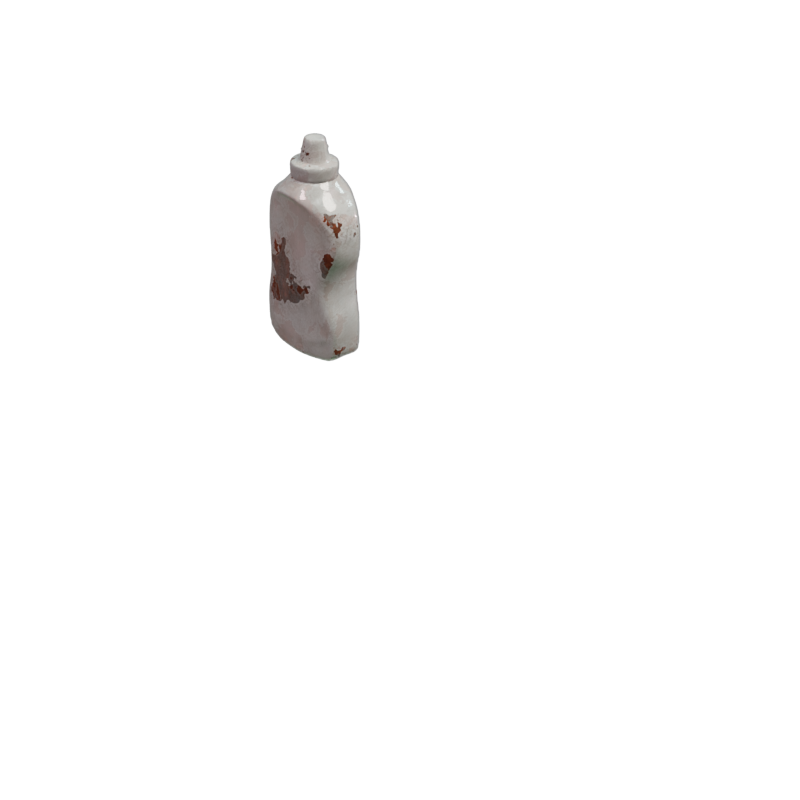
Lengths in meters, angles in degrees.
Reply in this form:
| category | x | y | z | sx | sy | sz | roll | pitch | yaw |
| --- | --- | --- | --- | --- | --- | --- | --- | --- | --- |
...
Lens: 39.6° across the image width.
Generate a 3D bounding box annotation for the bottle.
| category | x | y | z | sx | sy | sz | roll | pitch | yaw |
| --- | --- | --- | --- | --- | --- | --- | --- | --- | --- |
| bottle | -0.074 | -0.136 | 0.949 | 0.057 | 0.181 | 0.103 | -18 | 35 | -33 |
